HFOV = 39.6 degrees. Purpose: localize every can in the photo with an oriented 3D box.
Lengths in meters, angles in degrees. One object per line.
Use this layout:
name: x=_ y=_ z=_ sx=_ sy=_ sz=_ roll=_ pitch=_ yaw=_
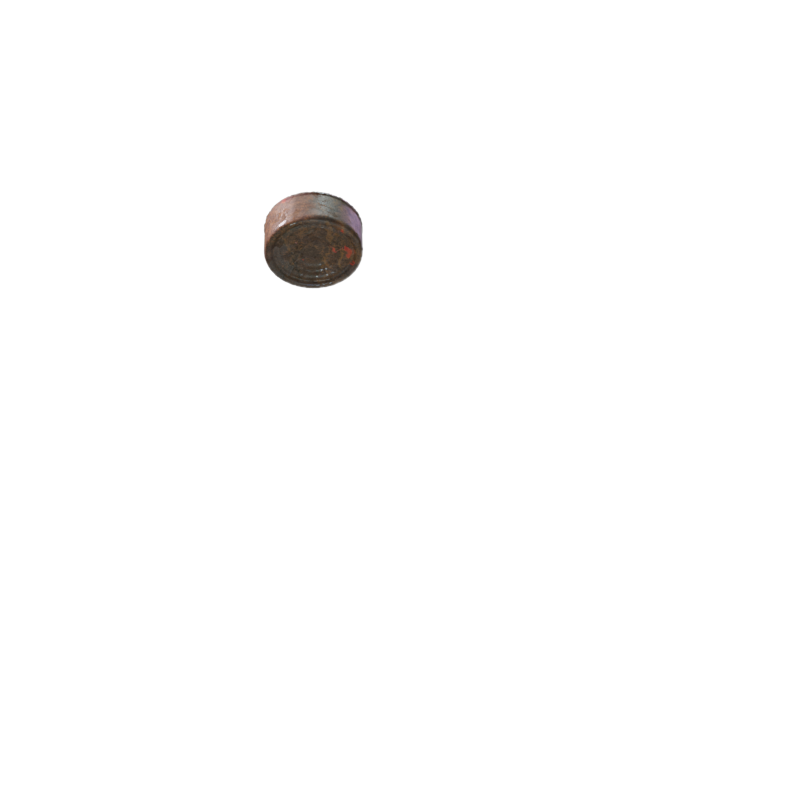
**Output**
can: x=-0.074 y=-0.136 z=0.951 sx=0.086 sy=0.036 sz=0.080 roll=1 pitch=-42 yaw=-1
